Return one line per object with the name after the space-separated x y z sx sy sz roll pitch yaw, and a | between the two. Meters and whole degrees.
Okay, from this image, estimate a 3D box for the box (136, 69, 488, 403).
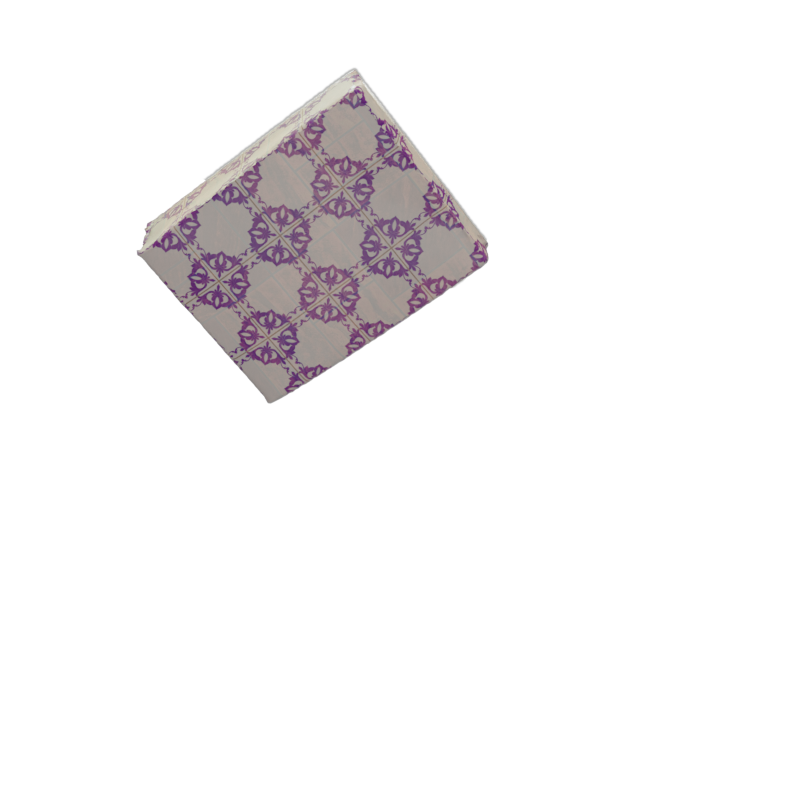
-0.035 -0.064 0.451 0.113 0.086 0.041 -35 18 12 | box
